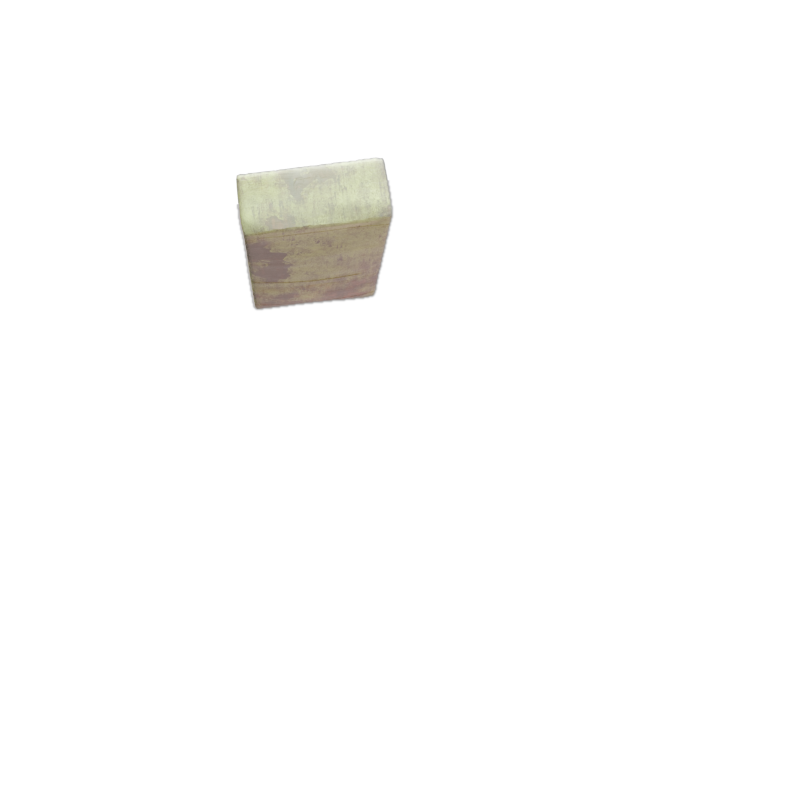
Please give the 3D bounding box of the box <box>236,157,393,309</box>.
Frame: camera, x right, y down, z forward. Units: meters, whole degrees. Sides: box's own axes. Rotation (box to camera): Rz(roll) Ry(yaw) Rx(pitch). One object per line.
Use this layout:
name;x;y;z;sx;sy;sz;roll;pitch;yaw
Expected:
box;-0.058;-0.106;0.744;0.093;0.049;0.171;-7;-8;-5
